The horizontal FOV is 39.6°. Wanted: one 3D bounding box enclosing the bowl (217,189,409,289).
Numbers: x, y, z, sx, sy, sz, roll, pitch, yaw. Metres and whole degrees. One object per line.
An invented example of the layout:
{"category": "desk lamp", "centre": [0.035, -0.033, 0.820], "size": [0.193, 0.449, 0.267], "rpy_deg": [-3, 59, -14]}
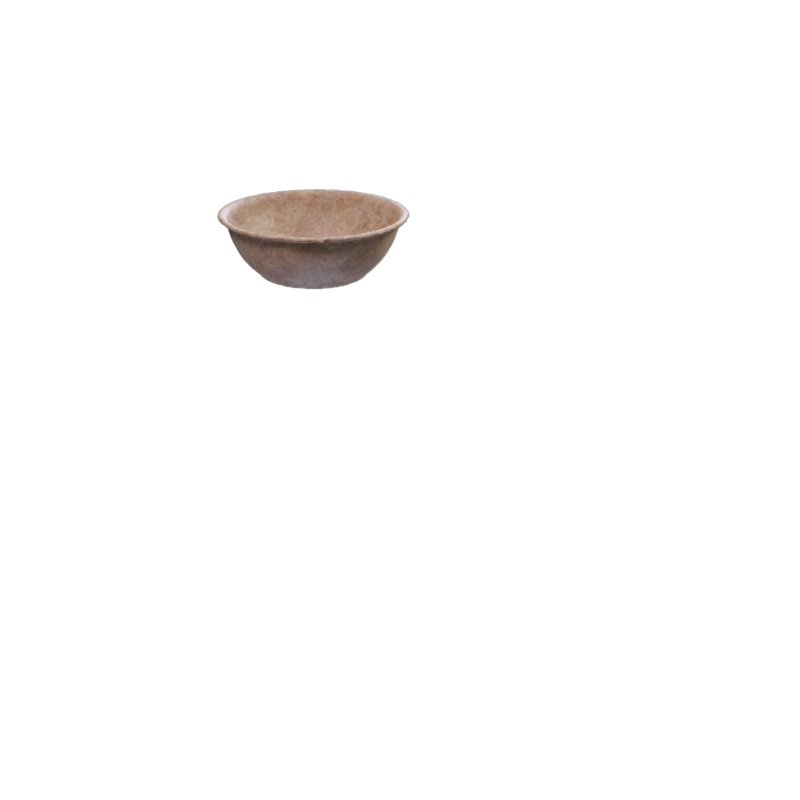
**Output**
{"category": "bowl", "centre": [-0.074, -0.134, 0.941], "size": [0.162, 0.053, 0.170], "rpy_deg": [-1, 24, -2]}
